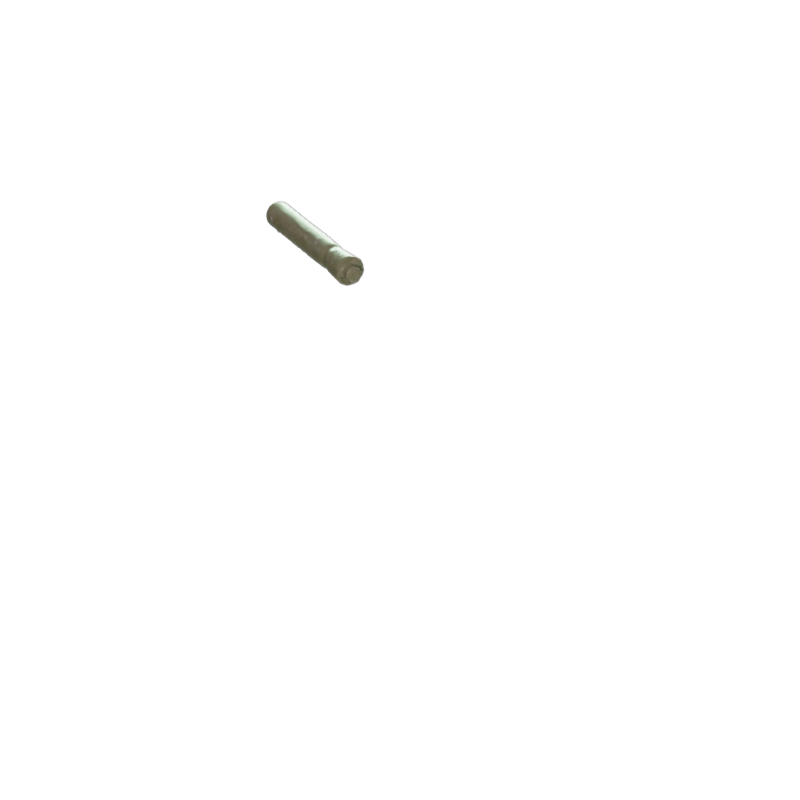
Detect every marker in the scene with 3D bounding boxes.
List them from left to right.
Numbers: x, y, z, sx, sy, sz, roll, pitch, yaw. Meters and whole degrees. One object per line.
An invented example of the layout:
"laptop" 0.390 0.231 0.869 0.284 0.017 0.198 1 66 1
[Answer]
"marker" -0.055 -0.100 0.700 0.019 0.019 0.130 -2 25 -27
